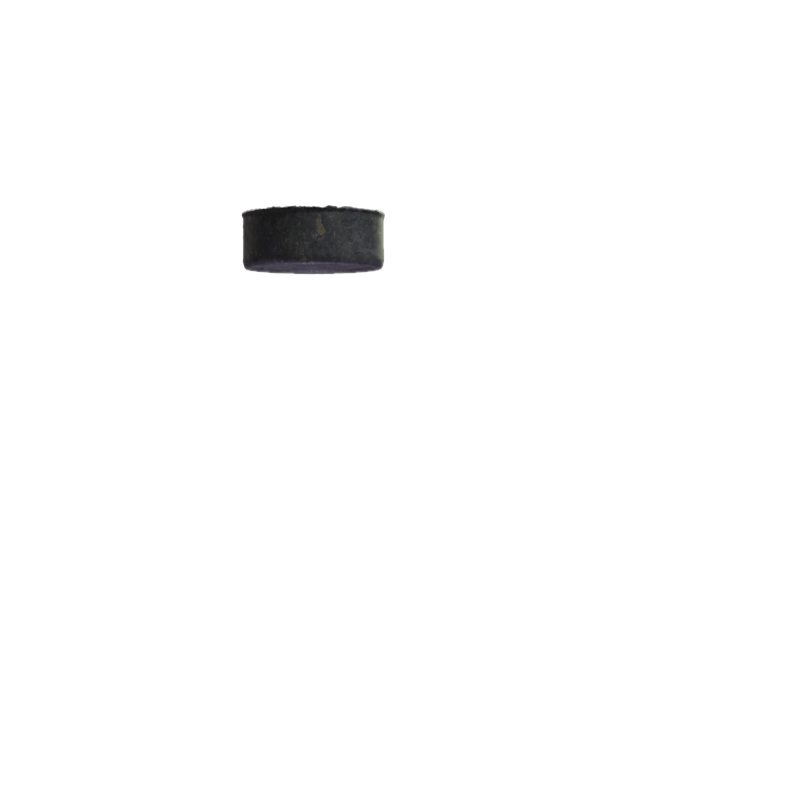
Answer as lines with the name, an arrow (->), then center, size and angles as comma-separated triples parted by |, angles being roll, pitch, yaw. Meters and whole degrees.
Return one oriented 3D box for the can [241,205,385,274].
can -> -0.052, -0.095, 0.662 | 0.086, 0.034, 0.086 | 0, 1, -2
